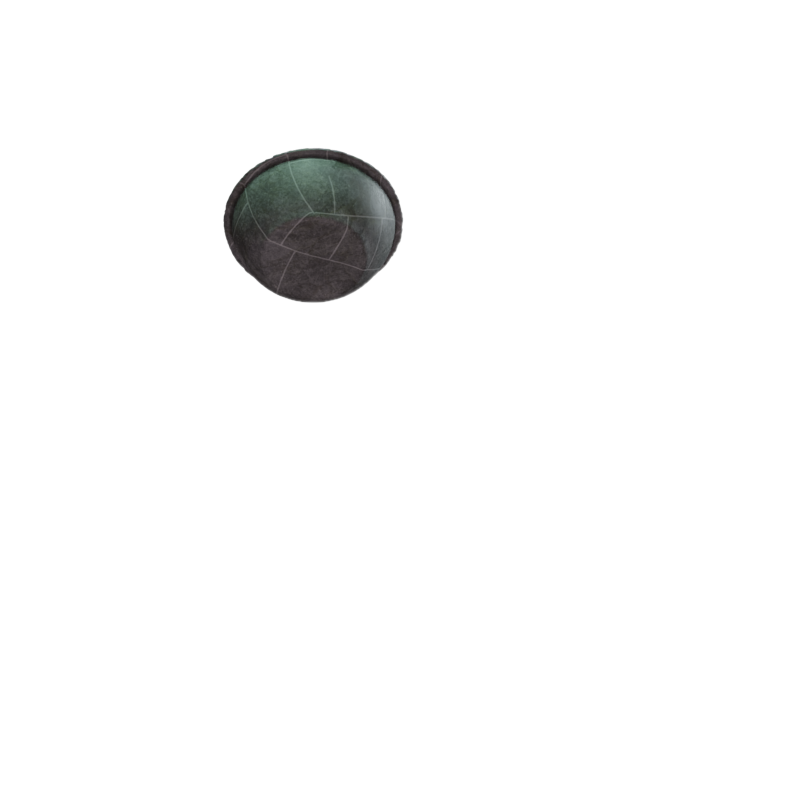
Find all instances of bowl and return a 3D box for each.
[{"bbox_3d":[-0.076,-0.139,0.976,0.162,0.151,0.059,1,40,-1],"label":"bowl"}]
